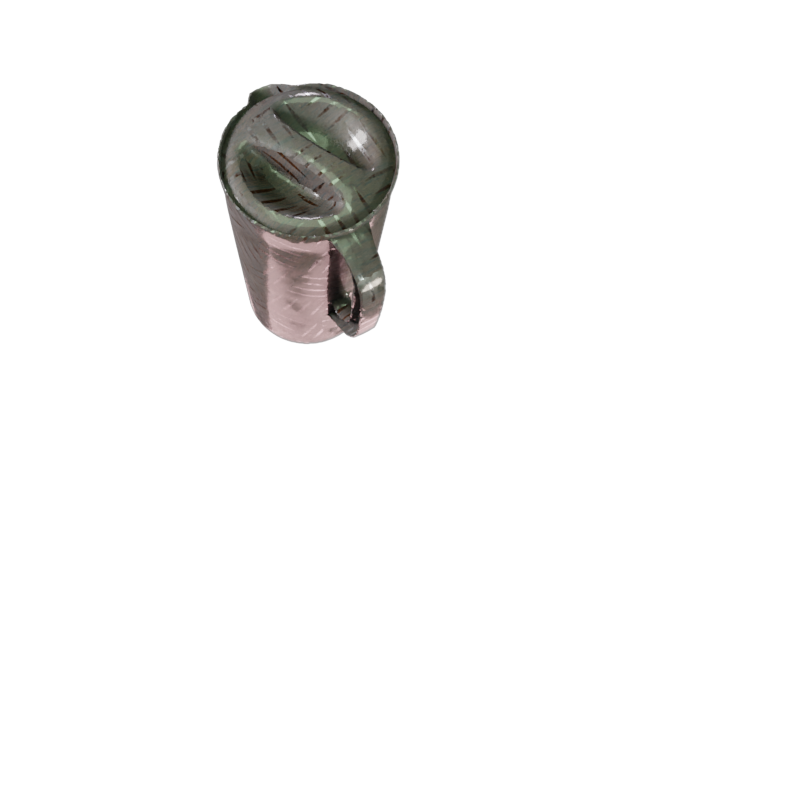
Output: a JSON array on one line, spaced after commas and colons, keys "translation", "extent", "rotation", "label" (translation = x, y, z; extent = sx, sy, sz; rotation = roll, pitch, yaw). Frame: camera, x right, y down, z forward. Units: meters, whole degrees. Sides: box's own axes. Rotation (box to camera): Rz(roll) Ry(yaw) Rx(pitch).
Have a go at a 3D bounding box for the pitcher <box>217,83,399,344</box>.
[{"translation": [-0.071, -0.129, 0.901], "extent": [0.146, 0.156, 0.230], "rotation": [15, -22, 3], "label": "pitcher"}]
